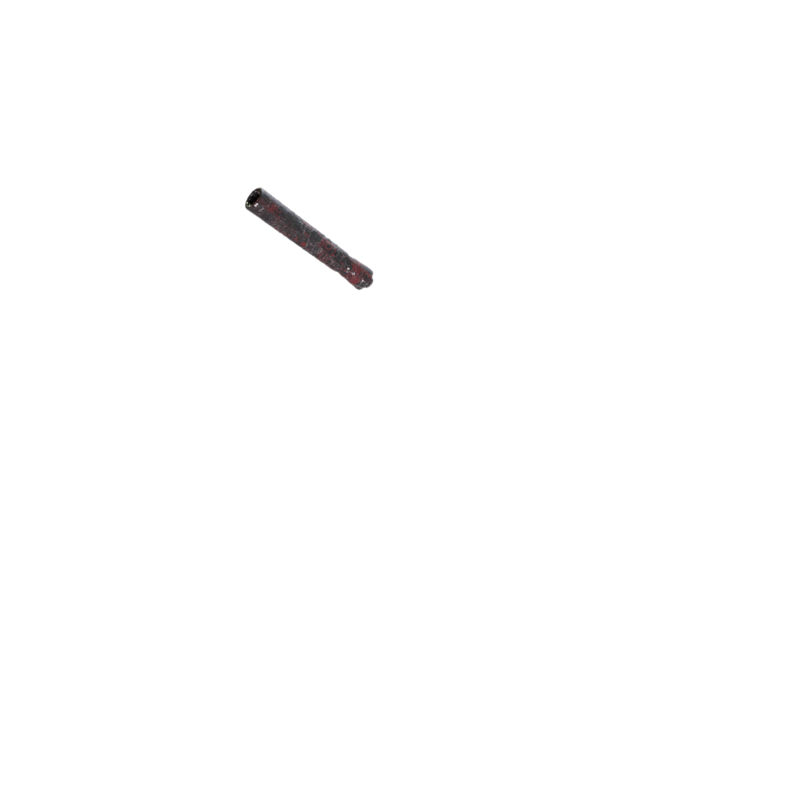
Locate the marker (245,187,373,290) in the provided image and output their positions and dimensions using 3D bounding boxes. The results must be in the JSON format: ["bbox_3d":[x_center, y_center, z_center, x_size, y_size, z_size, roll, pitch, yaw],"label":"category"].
[{"bbox_3d":[-0.064,-0.117,0.819,0.114,0.020,0.020,34,-16,-30],"label":"marker"}]
